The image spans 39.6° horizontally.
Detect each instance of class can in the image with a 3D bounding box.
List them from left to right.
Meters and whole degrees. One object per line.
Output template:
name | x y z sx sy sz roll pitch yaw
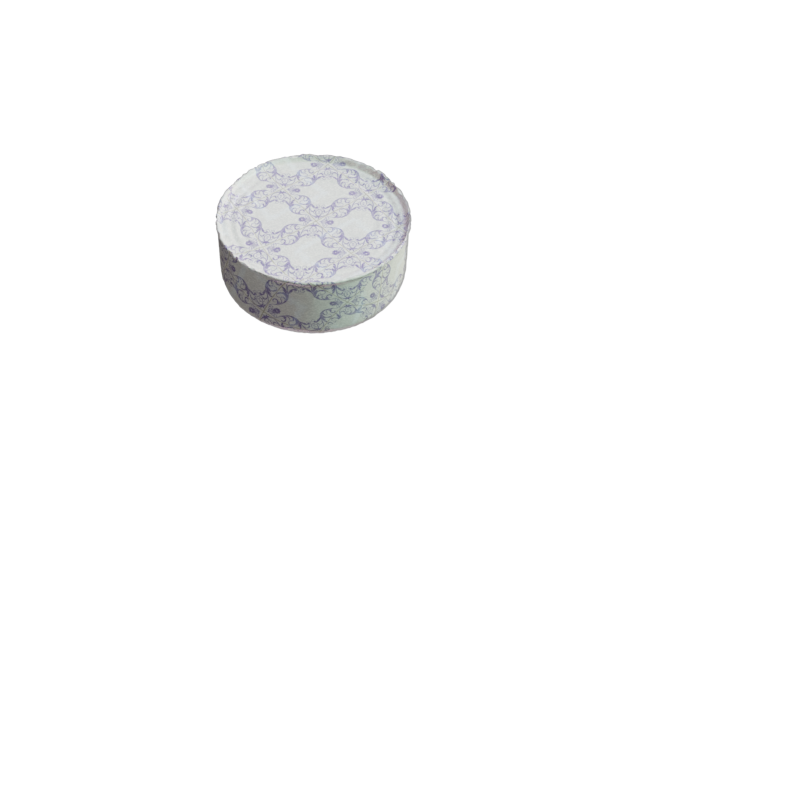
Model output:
can | -0.039 -0.071 0.496 0.086 0.092 0.031 -1 -43 -1
